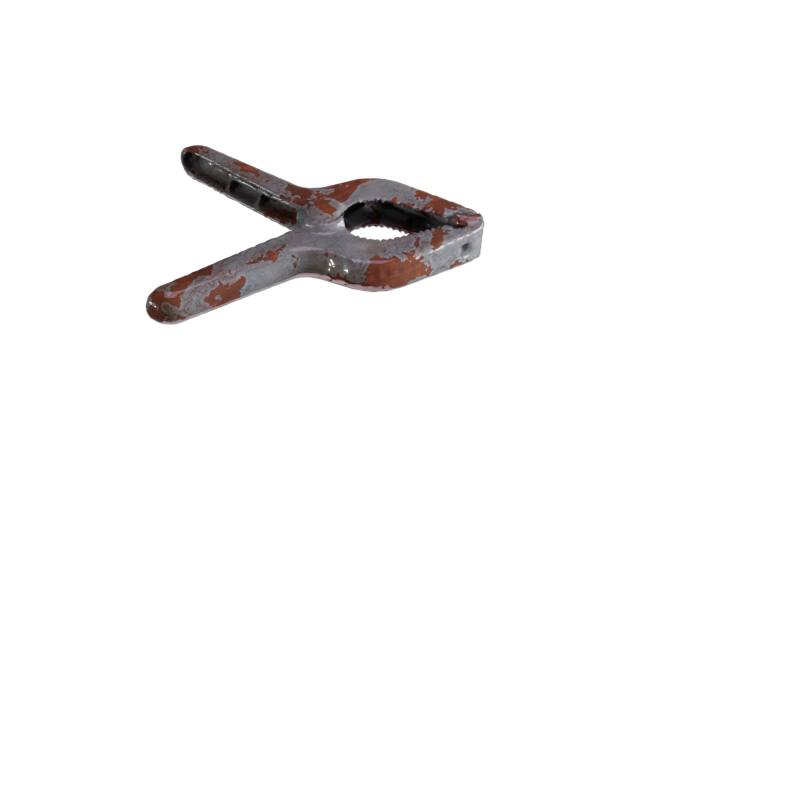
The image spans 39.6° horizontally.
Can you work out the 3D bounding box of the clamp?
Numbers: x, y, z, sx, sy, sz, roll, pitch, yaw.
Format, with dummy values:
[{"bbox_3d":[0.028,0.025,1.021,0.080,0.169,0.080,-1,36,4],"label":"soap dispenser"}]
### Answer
[{"bbox_3d":[-0.055,-0.100,0.698,0.212,0.034,0.175,6,45,6],"label":"clamp"}]
